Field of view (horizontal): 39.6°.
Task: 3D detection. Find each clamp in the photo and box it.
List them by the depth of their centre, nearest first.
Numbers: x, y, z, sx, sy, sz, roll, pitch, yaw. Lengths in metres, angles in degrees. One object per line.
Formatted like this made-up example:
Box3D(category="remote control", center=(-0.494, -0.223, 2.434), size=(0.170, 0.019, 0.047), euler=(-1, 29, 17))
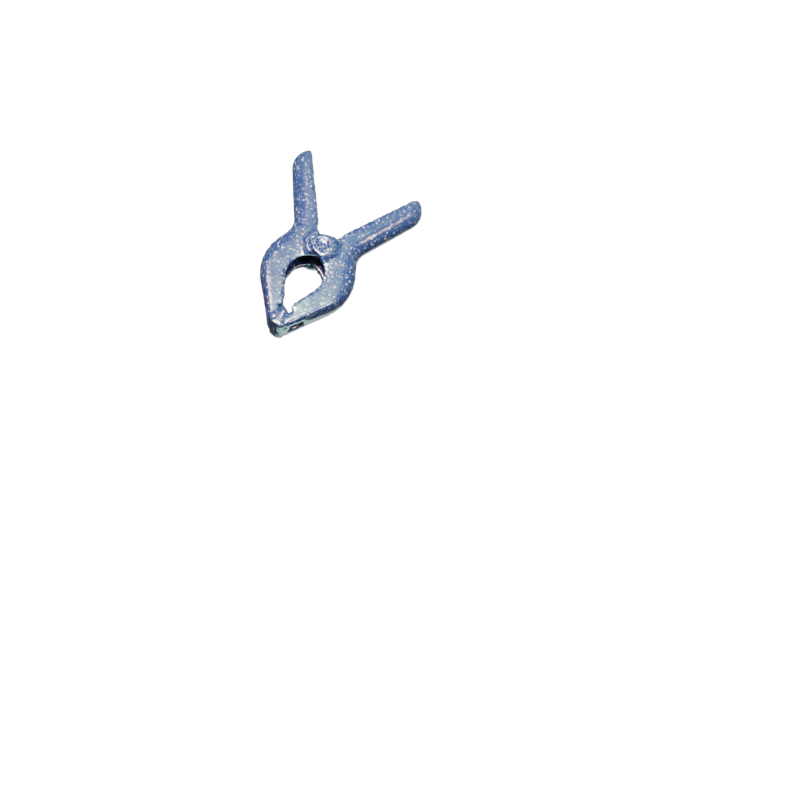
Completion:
Box3D(category="clamp", center=(-0.073, -0.134, 0.938), size=(0.125, 0.176, 0.037), euler=(30, -26, 16))
